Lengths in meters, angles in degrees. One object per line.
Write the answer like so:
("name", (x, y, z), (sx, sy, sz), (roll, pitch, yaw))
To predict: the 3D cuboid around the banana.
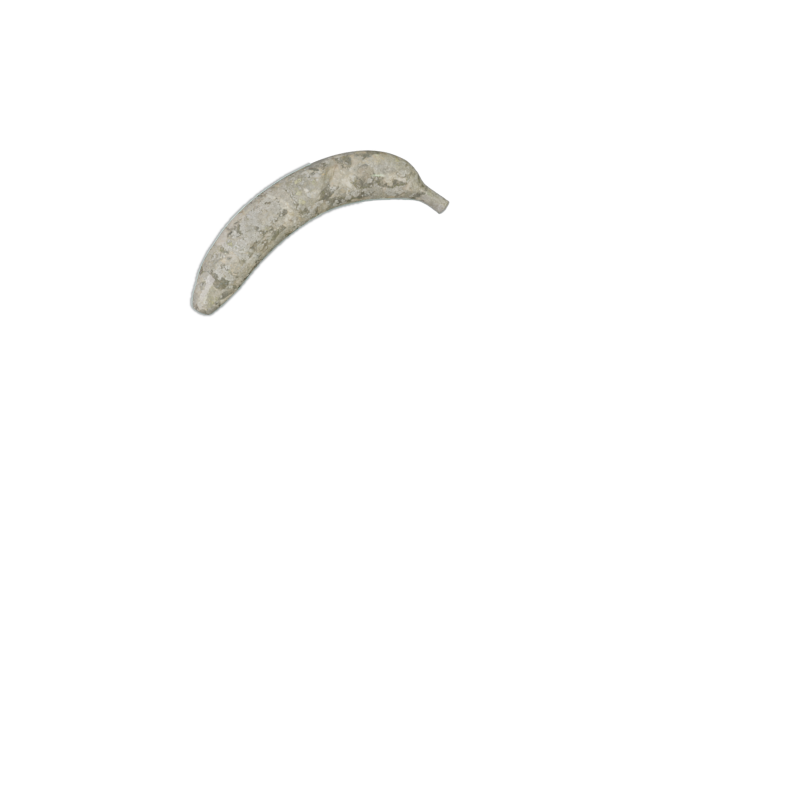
("banana", (-0.065, -0.129, 0.780), (0.197, 0.073, 0.035), (-25, -15, -8))
